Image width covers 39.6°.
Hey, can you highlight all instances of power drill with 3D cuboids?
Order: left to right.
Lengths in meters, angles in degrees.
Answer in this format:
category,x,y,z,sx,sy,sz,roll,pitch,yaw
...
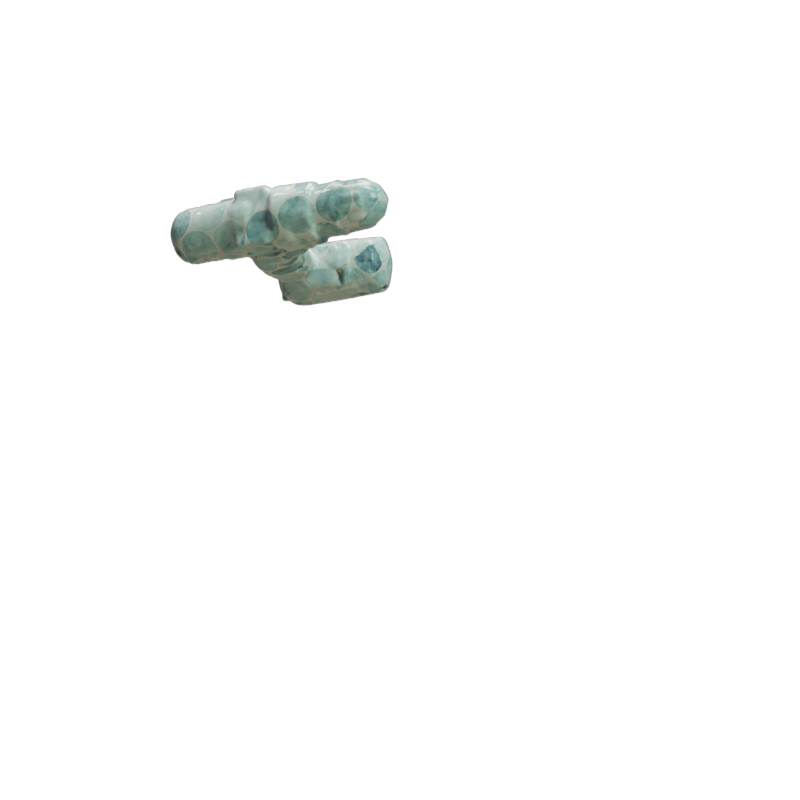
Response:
category,x,y,z,sx,sy,sz,roll,pitch,yaw
power drill,-0.073,-0.134,0.936,0.188,0.059,0.177,-5,-13,22
